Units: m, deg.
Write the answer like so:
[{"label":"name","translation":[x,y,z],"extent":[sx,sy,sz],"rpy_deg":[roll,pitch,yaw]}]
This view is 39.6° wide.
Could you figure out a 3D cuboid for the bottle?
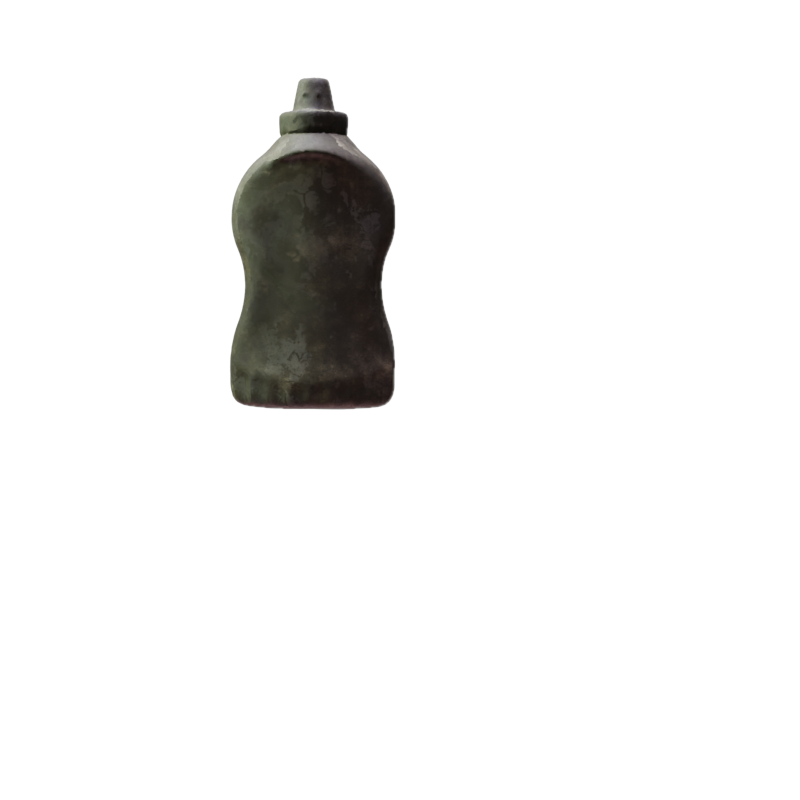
[{"label":"bottle","translation":[-0.051,-0.093,0.654],"extent":[0.097,0.192,0.058],"rpy_deg":[0,0,5]}]
